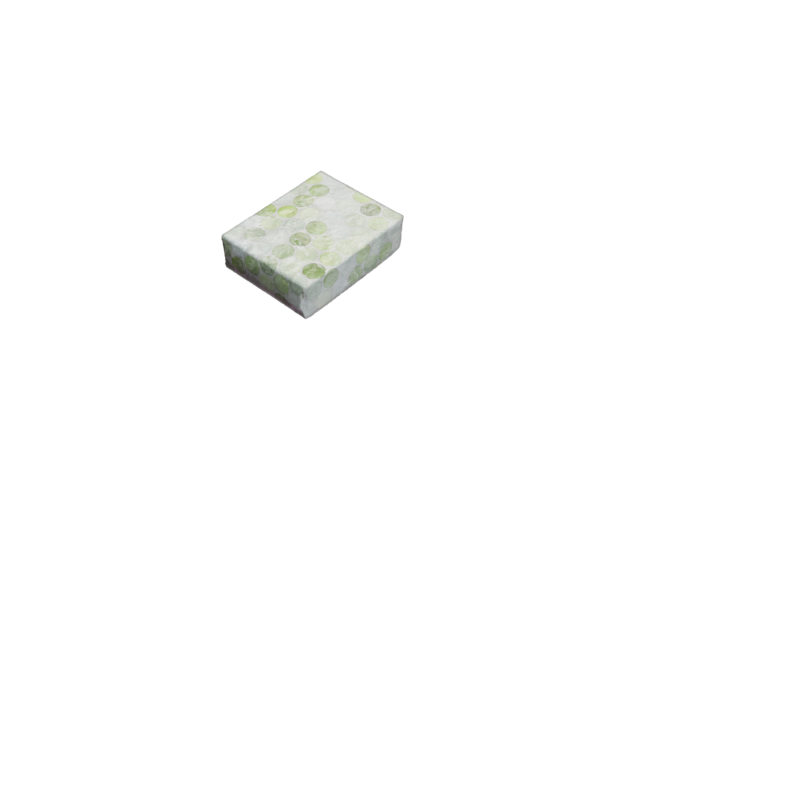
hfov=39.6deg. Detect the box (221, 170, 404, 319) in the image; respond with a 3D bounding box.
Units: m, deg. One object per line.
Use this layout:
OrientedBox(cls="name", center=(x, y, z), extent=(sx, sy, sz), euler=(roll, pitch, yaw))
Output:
OrientedBox(cls="box", center=(-0.067, -0.122, 0.852), extent=(0.095, 0.036, 0.114), euler=(32, 52, 28))
